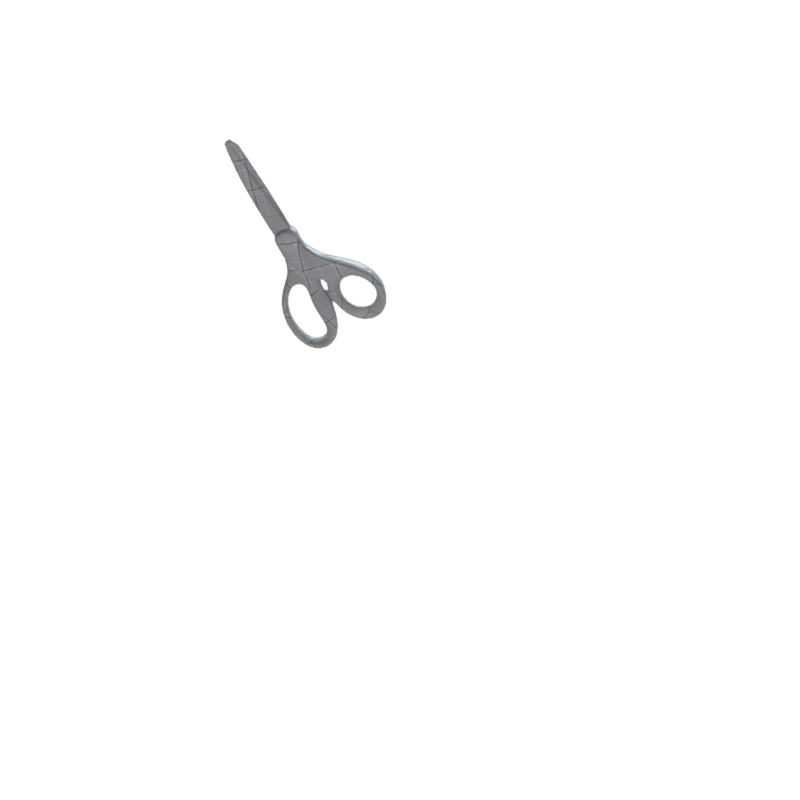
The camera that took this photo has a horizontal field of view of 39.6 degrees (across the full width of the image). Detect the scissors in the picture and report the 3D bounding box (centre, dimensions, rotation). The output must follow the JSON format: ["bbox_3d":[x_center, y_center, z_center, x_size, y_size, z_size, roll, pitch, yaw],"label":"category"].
[{"bbox_3d":[-0.069,-0.126,0.886,0.097,0.188,0.017,-9,33,6],"label":"scissors"}]
